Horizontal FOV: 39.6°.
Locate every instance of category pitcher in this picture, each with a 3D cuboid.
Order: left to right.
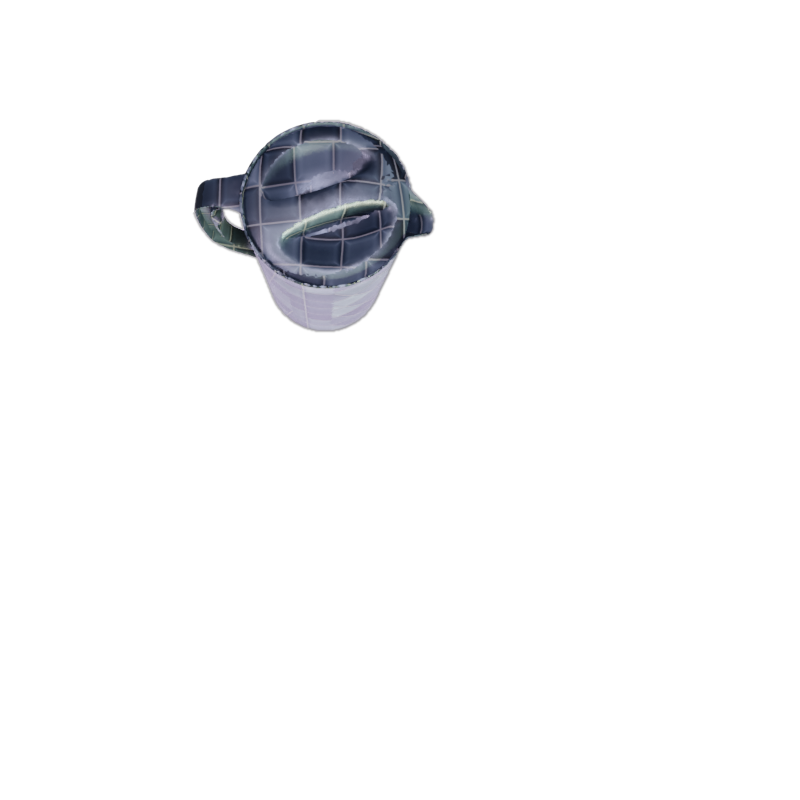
[{"bbox_3d":[-0.074,-0.135,0.949,0.145,0.153,0.236,-38,-7,-9],"label":"pitcher"}]
